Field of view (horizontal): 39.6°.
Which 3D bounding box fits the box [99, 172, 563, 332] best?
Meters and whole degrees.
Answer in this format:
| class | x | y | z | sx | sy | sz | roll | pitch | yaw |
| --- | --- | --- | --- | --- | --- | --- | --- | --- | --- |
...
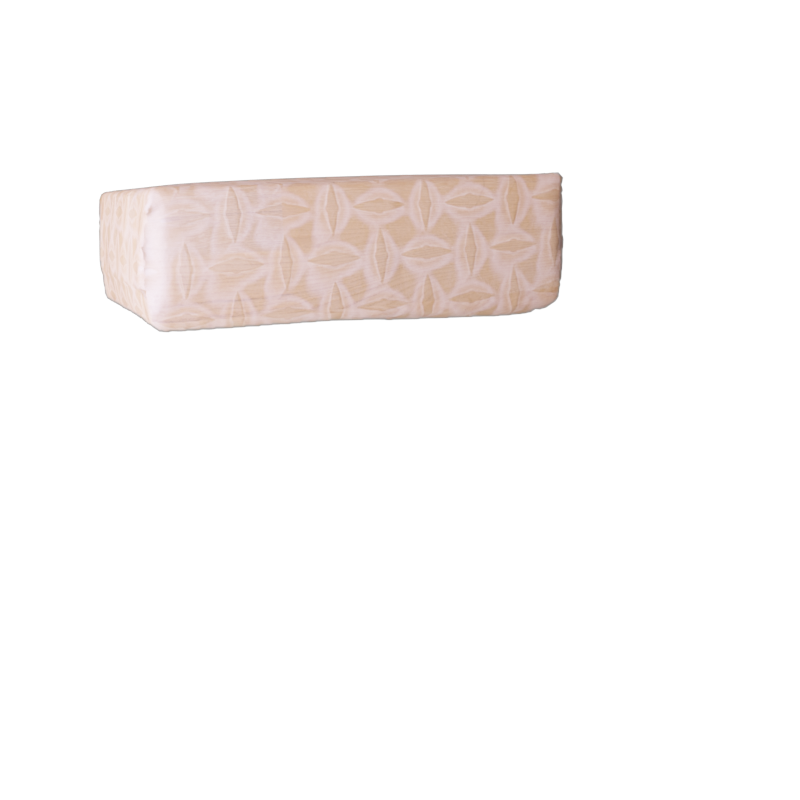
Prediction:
| class | x | y | z | sx | sy | sz | roll | pitch | yaw |
| --- | --- | --- | --- | --- | --- | --- | --- | --- | --- |
| box | -0.025 | -0.045 | 0.316 | 0.111 | 0.038 | 0.093 | -4 | 11 | -20 |
